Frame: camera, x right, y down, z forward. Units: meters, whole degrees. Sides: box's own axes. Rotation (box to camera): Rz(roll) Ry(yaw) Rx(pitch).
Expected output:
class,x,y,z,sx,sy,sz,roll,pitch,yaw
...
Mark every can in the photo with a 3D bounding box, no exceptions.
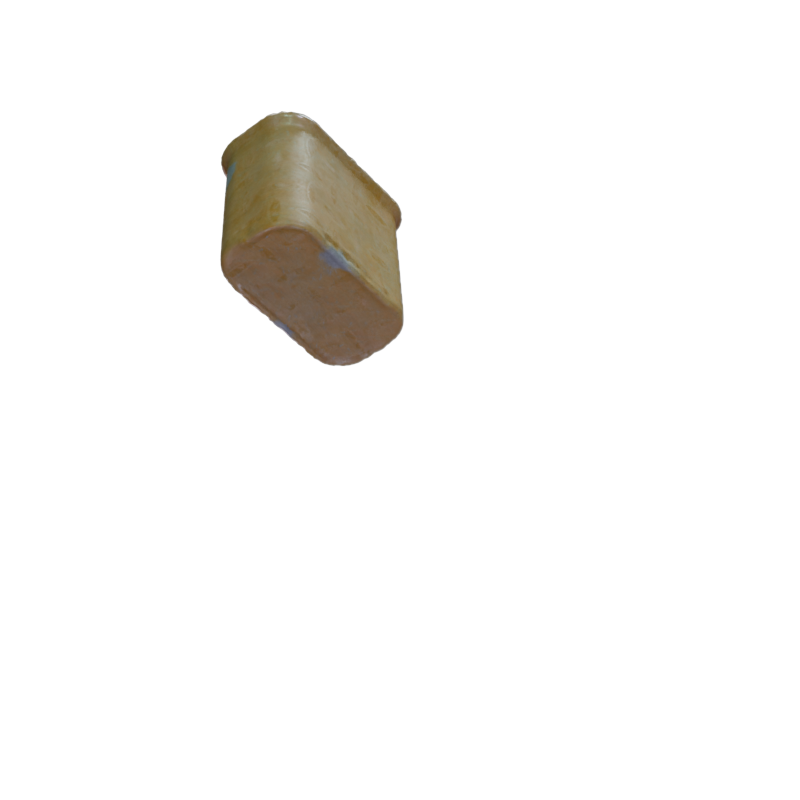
class,x,y,z,sx,sy,sz,roll,pitch,yaw
can,-0.043,-0.078,0.547,0.057,0.090,0.095,-31,-52,25
